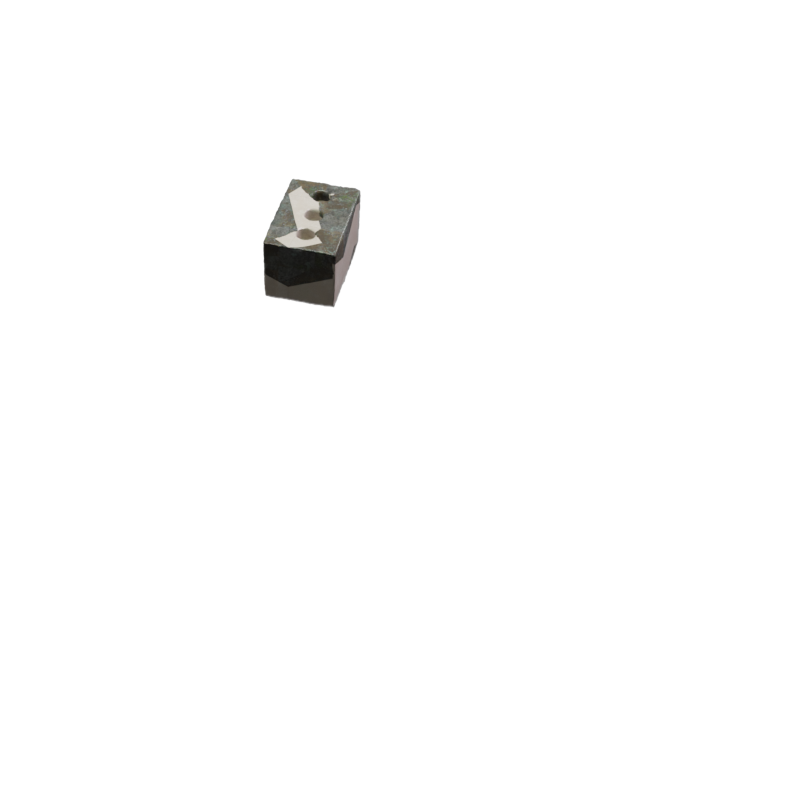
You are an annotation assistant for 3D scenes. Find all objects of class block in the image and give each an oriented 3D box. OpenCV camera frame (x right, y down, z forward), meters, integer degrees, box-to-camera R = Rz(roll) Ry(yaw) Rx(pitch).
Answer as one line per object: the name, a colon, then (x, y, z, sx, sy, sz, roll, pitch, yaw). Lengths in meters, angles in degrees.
block: (-0.062, -0.113, 0.790, 0.053, 0.048, 0.082, 9, 45, 7)
